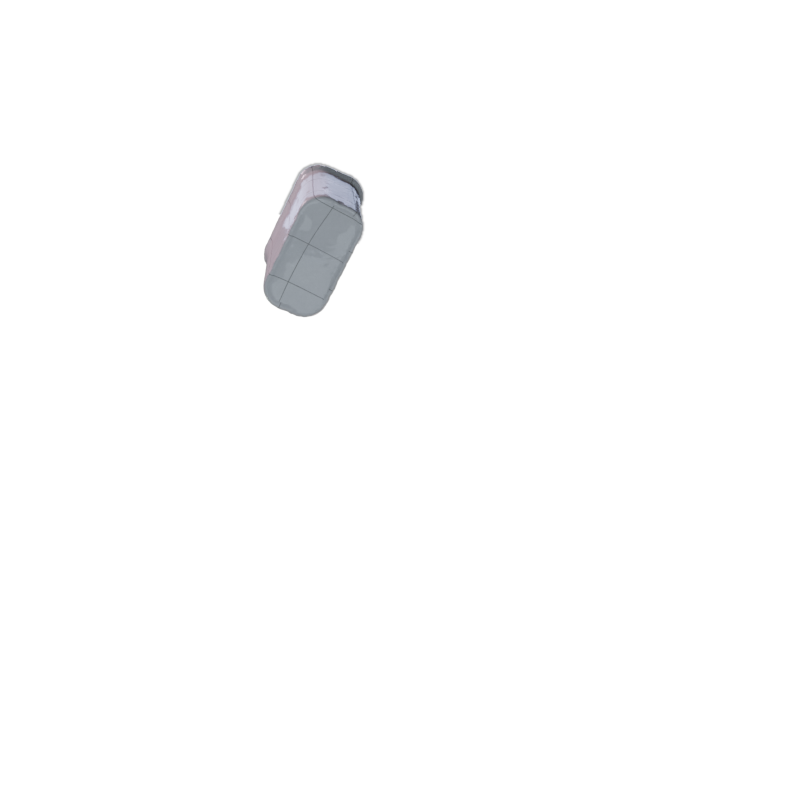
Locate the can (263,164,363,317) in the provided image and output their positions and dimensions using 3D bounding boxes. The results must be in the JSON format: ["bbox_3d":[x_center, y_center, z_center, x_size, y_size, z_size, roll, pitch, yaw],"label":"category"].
[{"bbox_3d":[-0.068,-0.124,0.872,0.056,0.099,0.088,23,20,-13],"label":"can"}]
